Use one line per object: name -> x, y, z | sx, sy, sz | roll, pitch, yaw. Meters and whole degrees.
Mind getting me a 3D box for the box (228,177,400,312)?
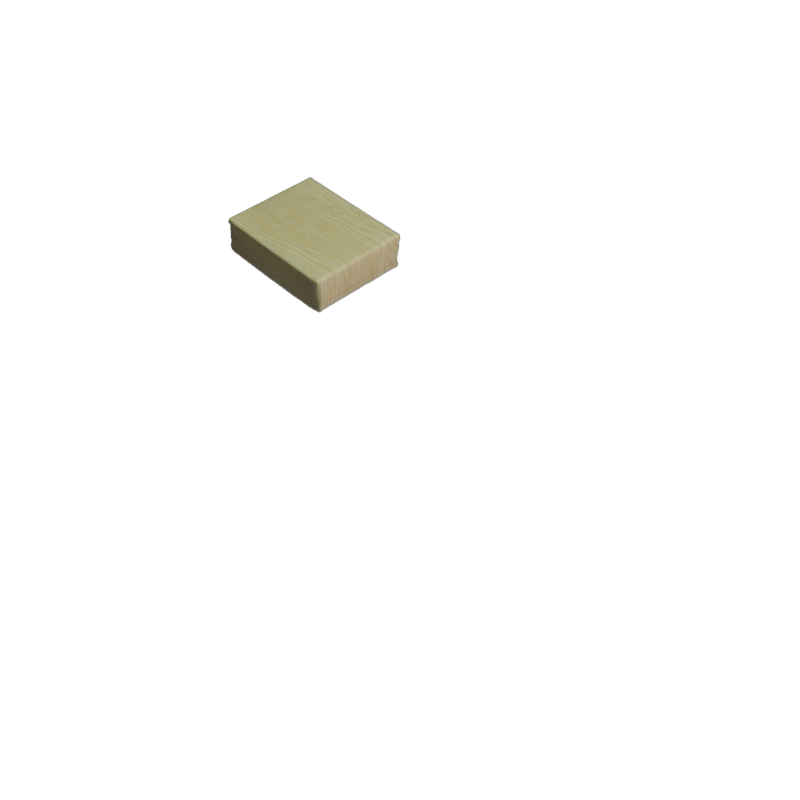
box -> -0.070, -0.128, 0.899 | 0.090, 0.036, 0.121 | -33, 53, -29
